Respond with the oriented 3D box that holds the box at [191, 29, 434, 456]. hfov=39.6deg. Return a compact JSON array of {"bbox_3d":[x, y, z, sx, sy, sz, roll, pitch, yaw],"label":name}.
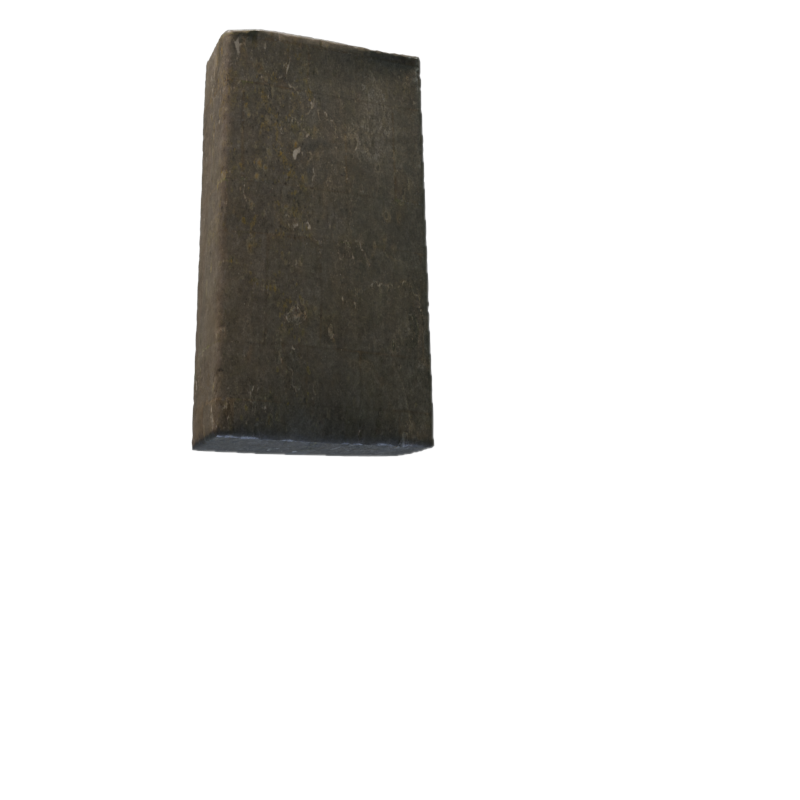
[{"bbox_3d":[-0.037,-0.067,0.469,0.091,0.183,0.047,4,-17,-19],"label":"box"}]
